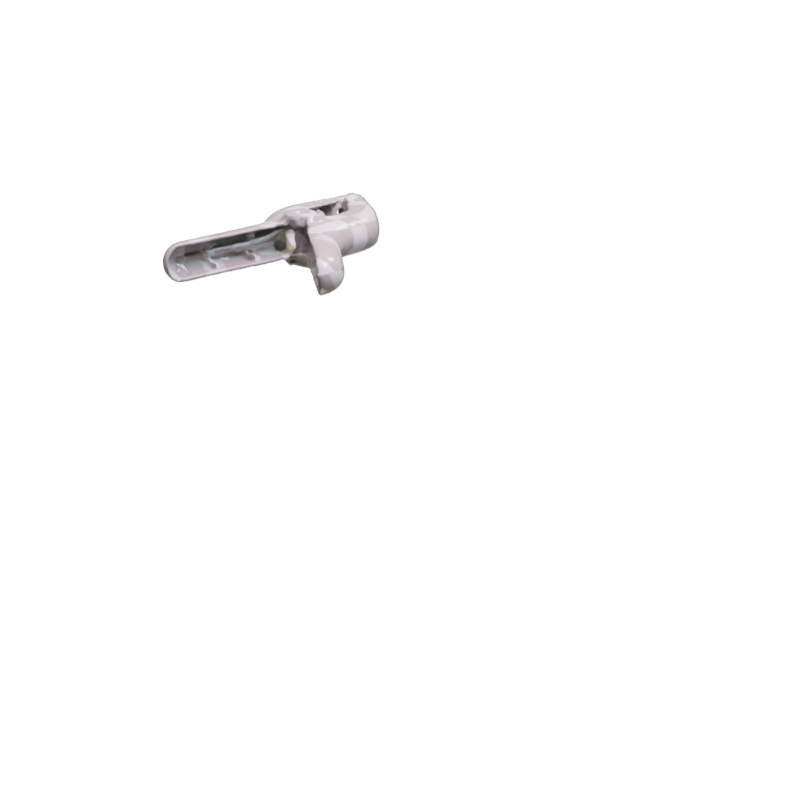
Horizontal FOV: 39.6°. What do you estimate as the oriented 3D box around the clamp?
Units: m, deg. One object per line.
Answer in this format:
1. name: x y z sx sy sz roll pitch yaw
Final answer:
1. clamp: -0.056 -0.103 0.719 0.126 0.037 0.172 16 31 29
